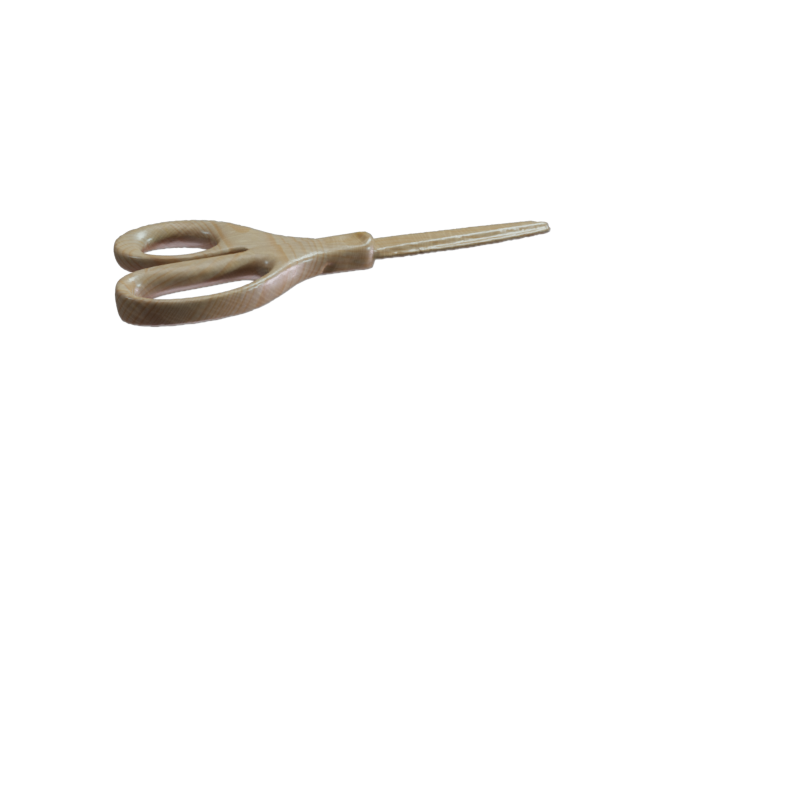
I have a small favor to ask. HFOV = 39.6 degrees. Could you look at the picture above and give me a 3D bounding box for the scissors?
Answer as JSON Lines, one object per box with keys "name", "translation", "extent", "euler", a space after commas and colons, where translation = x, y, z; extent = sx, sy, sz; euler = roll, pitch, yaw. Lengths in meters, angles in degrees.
{"name": "scissors", "translation": [-0.039, -0.071, 0.497], "extent": [0.198, 0.015, 0.103], "euler": [-19, 34, -31]}
